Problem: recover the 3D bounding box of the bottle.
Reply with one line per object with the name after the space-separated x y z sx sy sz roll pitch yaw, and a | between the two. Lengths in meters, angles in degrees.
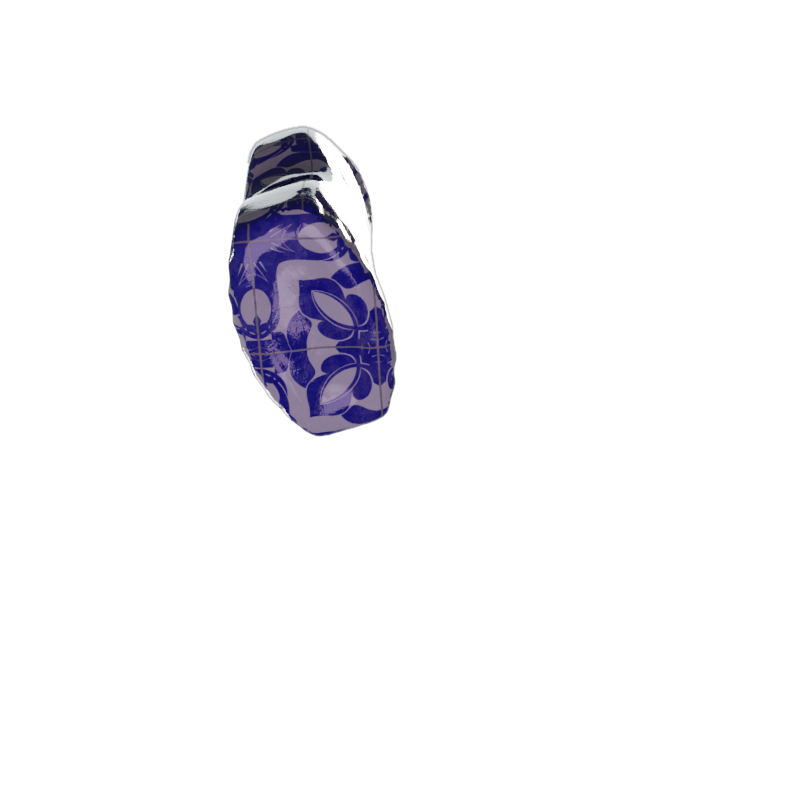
-0.040 -0.072 0.502 0.058 0.091 0.202 -19 26 6 | bottle
